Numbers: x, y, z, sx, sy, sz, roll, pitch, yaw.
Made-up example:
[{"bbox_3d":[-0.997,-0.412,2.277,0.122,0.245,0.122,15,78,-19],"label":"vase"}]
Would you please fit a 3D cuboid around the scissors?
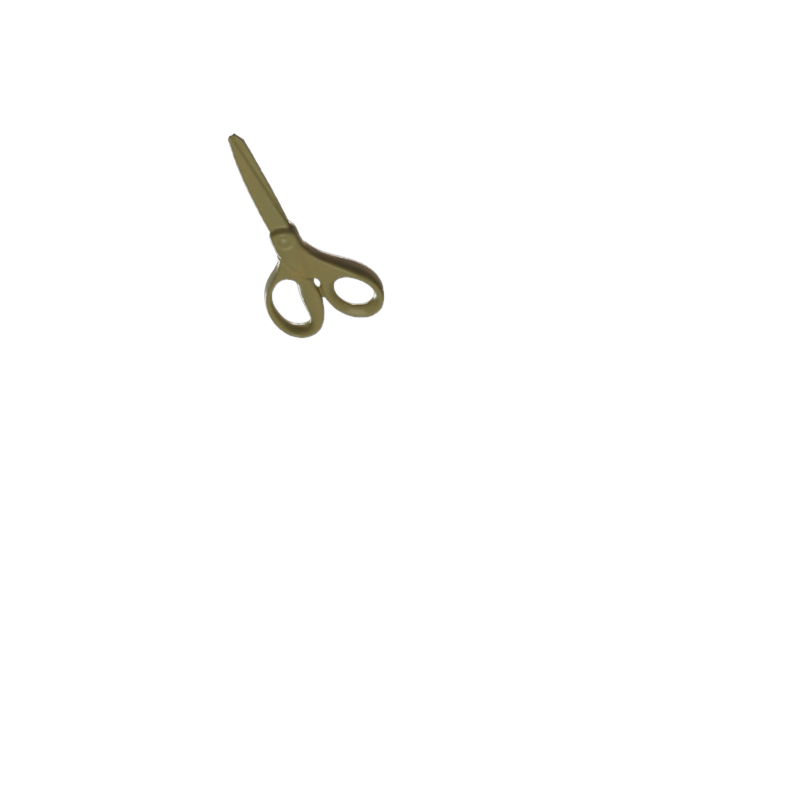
[{"bbox_3d":[-0.059,-0.108,0.759,0.096,0.017,0.188,0,-37,0],"label":"scissors"}]
